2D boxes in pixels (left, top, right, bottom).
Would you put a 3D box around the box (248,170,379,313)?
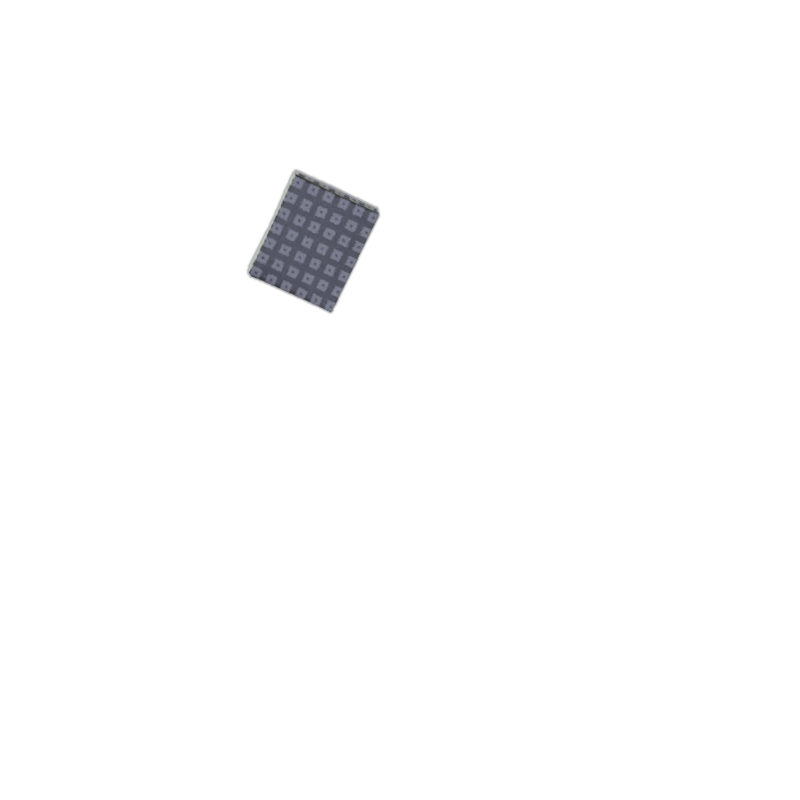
[{"bbox_3d":[-0.067,-0.123,0.861,0.072,0.088,0.031,25,10,-6],"label":"box"}]
